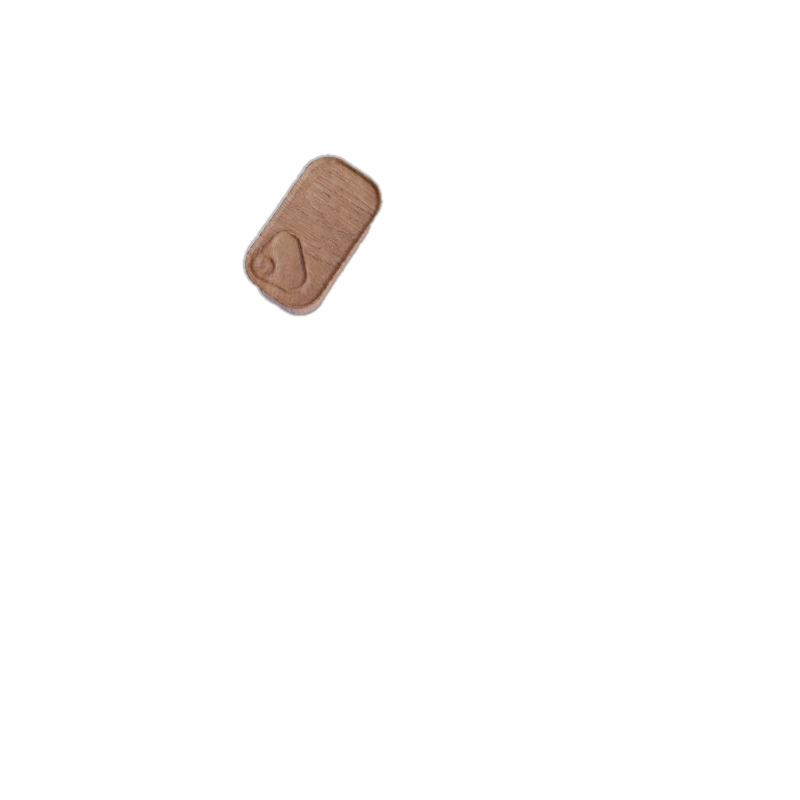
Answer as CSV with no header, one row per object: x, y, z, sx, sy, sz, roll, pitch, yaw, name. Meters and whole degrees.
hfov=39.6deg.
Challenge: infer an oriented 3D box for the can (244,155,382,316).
-0.060,-0.109,0.764,0.058,0.103,0.083,34,-6,0,can
